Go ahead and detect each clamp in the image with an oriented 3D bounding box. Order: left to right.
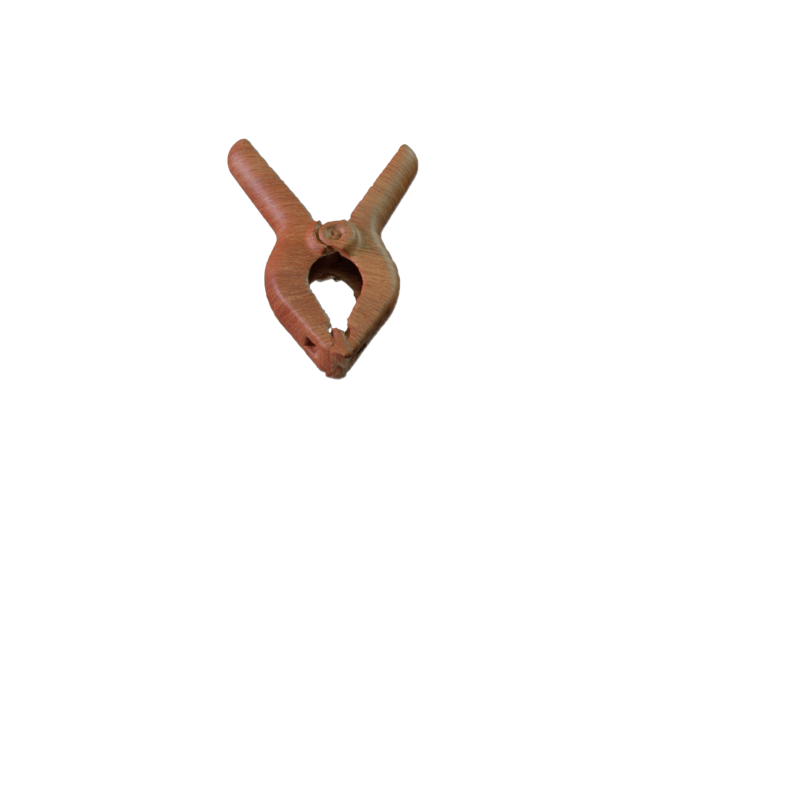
[{"bbox_3d":[-0.052,-0.095,0.663,0.121,0.183,0.037,3,-38,2],"label":"clamp"}]
